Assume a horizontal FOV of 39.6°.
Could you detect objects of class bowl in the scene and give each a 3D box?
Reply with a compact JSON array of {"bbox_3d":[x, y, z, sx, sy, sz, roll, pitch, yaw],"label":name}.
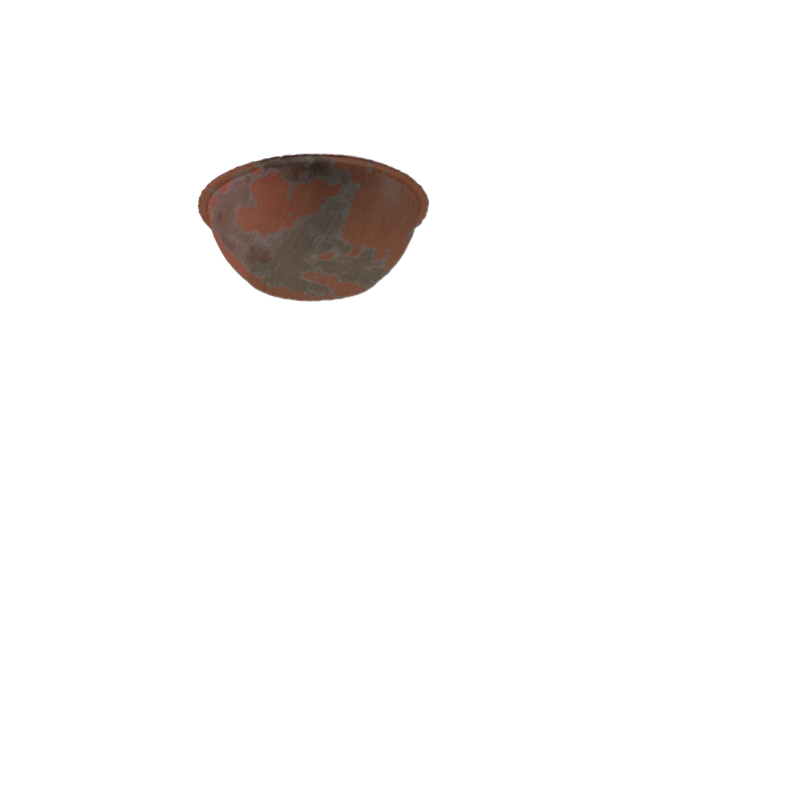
[{"bbox_3d":[-0.060,-0.109,0.767,0.162,0.058,0.155,0,-18,-2],"label":"bowl"}]
